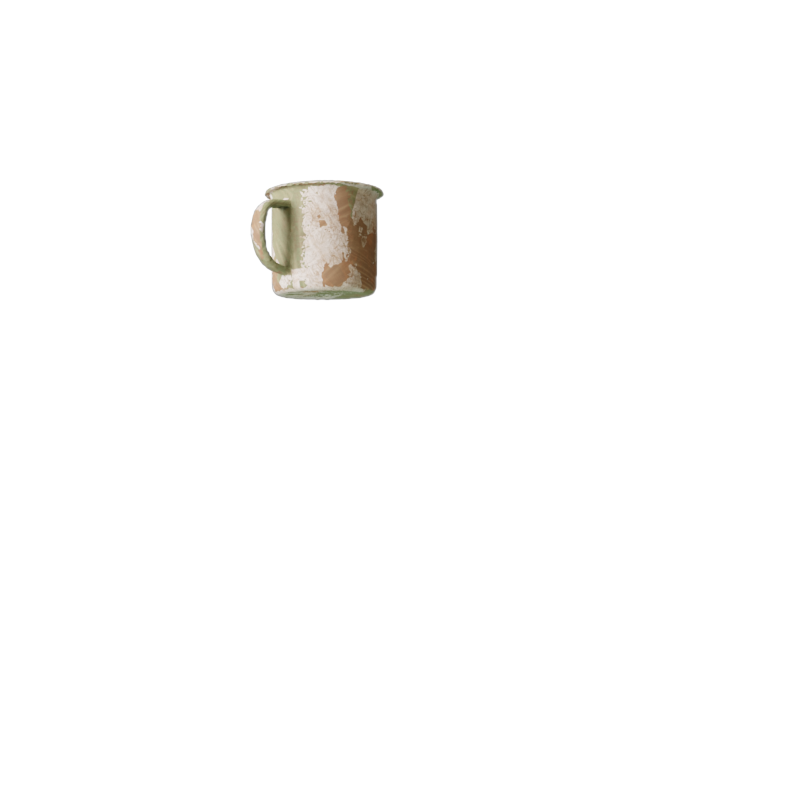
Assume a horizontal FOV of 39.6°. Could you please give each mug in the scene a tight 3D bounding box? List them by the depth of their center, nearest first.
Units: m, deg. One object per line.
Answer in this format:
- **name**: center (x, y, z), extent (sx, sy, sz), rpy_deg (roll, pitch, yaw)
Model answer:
- **mug**: center (-0.067, -0.122, 0.855), extent (0.096, 0.083, 0.112), rpy_deg (-4, -6, 42)
